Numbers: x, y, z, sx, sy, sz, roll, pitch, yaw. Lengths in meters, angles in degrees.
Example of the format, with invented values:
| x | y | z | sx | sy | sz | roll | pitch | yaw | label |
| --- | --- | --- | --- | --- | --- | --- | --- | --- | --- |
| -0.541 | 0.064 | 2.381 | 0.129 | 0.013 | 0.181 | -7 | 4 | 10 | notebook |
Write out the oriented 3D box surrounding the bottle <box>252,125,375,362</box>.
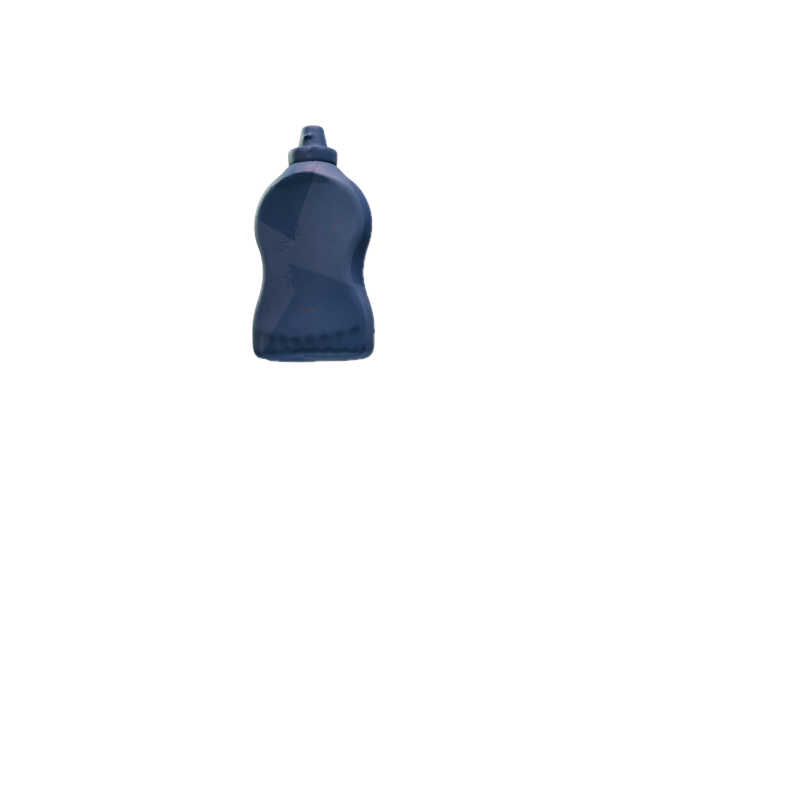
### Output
| x | y | z | sx | sy | sz | roll | pitch | yaw | label |
| --- | --- | --- | --- | --- | --- | --- | --- | --- | --- |
| -0.071 | -0.129 | 0.901 | 0.098 | 0.197 | 0.056 | -4 | -11 | 17 | bottle |
